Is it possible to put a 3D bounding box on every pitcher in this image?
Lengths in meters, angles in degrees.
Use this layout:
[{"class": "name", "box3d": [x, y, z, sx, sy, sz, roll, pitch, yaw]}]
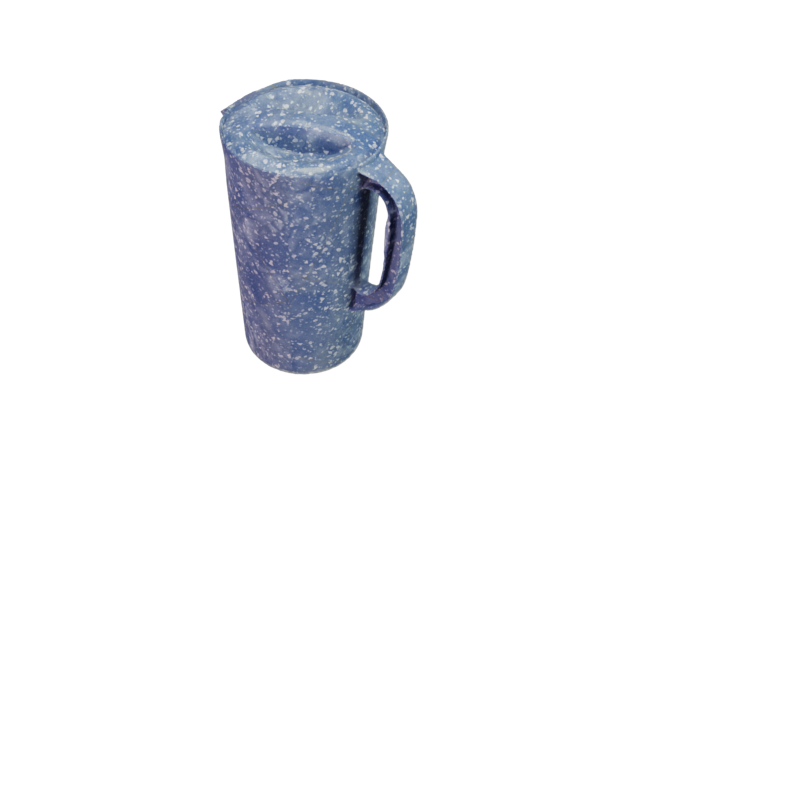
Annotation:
[{"class": "pitcher", "box3d": [-0.073, -0.133, 0.935, 0.144, 0.226, 0.161, -5, 45, -8]}]
